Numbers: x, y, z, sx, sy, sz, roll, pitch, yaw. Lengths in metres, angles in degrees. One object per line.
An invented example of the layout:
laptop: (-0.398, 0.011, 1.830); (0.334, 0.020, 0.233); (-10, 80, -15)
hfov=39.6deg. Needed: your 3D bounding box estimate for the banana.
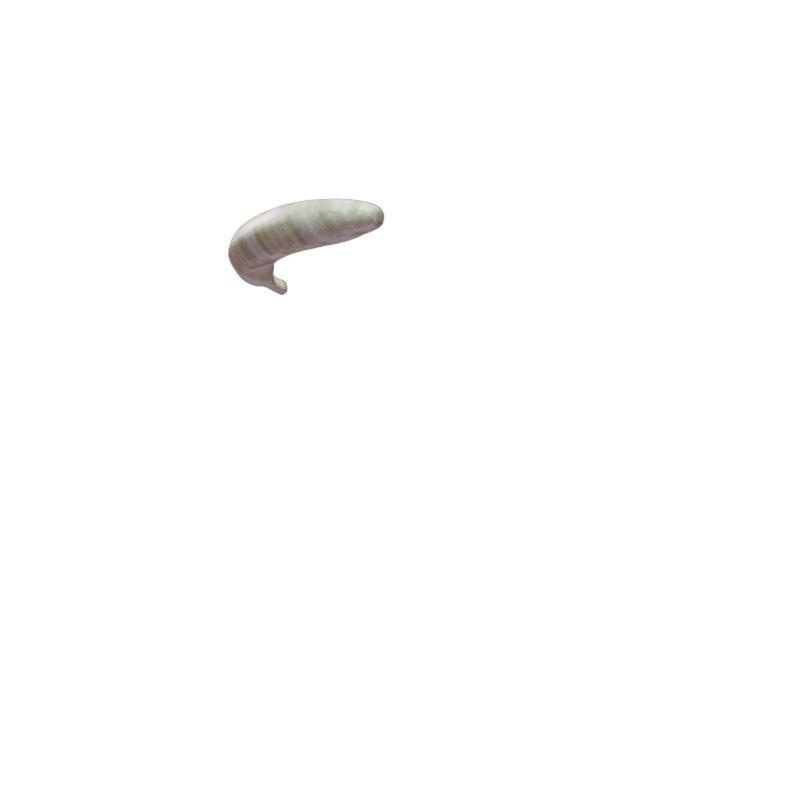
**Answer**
banana: (-0.082, -0.117, 0.813); (0.067, 0.038, 0.198); (4, -9, -25)
